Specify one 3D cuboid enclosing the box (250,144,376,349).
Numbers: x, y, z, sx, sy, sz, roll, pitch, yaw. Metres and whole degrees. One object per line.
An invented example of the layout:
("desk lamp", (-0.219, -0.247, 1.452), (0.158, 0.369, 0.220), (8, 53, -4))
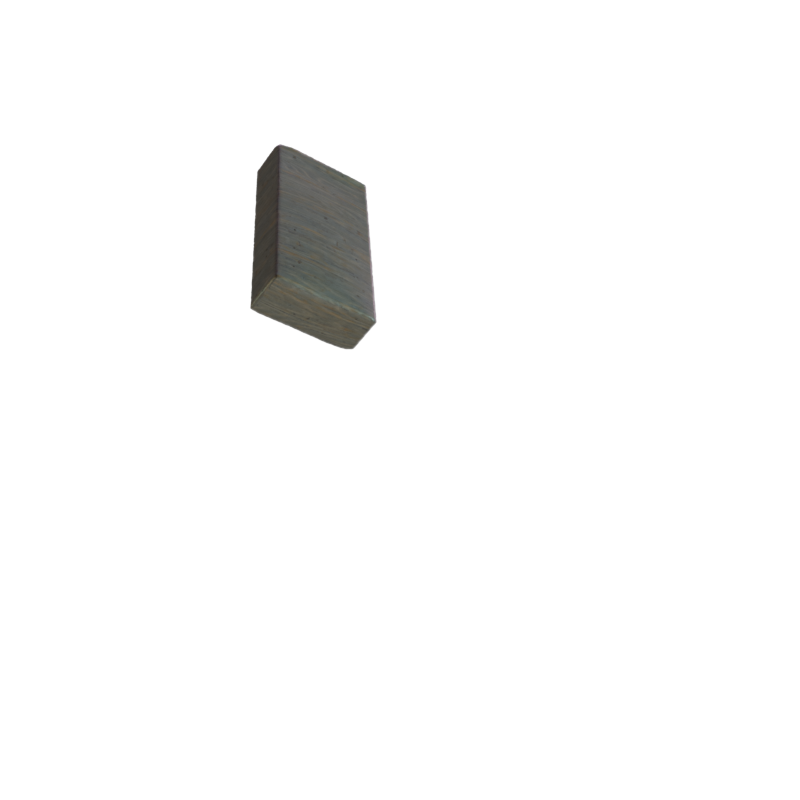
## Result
("box", (-0.071, -0.129, 0.902), (0.089, 0.189, 0.047), (22, -50, -24))
